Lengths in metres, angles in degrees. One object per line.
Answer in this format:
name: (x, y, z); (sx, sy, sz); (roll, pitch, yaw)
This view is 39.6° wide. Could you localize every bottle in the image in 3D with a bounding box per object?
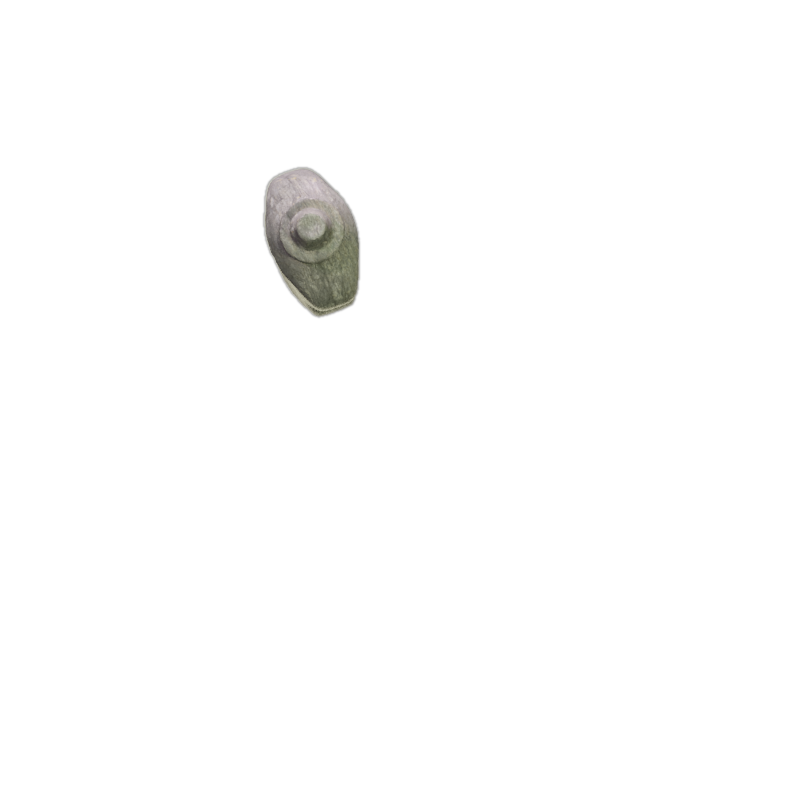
bottle: (-0.060, -0.108, 0.756); (0.058, 0.097, 0.191); (-19, 2, -3)
